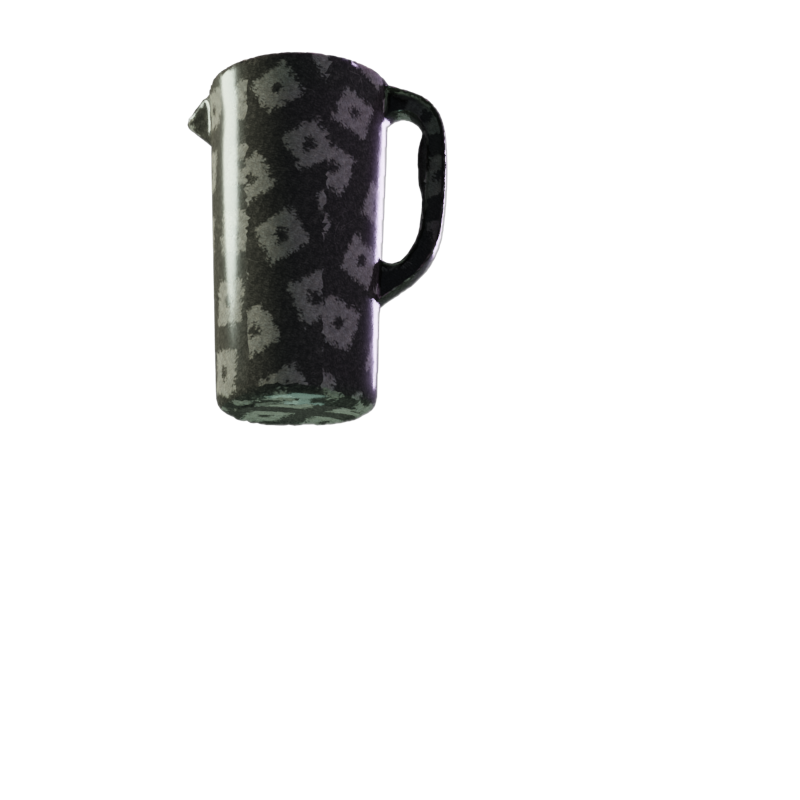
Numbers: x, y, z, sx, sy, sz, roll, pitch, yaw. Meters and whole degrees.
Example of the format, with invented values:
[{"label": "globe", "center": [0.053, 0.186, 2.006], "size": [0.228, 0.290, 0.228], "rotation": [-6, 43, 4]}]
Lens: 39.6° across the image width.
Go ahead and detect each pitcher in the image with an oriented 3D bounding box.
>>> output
[{"label": "pitcher", "center": [-0.061, -0.111, 0.774], "size": [0.138, 0.253, 0.151], "rotation": [11, -20, -37]}]
